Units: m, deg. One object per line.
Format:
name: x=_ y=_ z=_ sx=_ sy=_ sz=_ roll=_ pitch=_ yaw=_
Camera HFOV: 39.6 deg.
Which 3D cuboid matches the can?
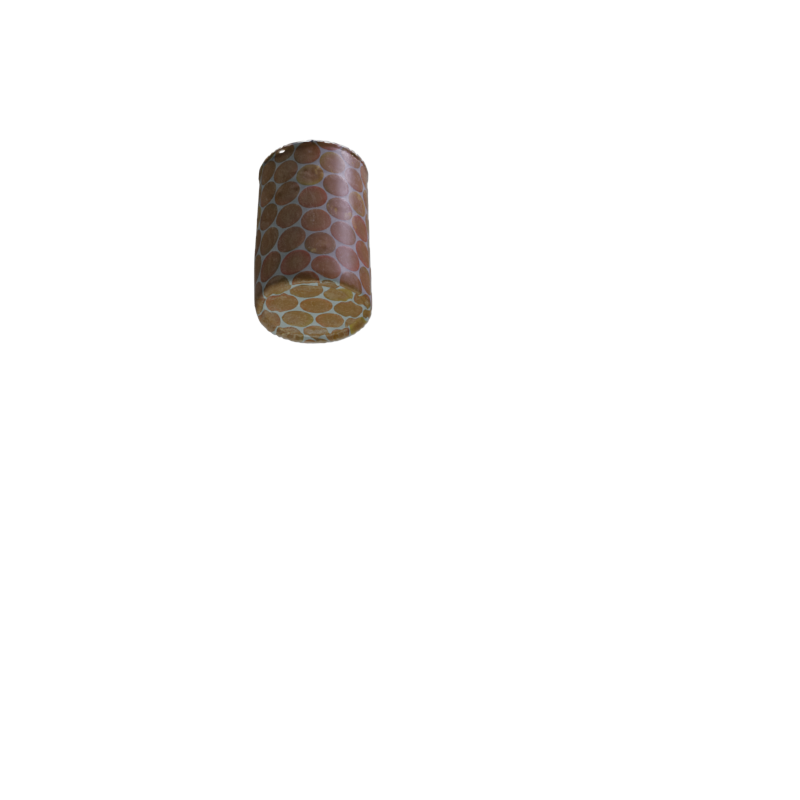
can: x=-0.051 y=-0.093 z=0.654 sx=0.068 sy=0.109 sz=0.064 roll=-1 pitch=-34 yaw=-2
